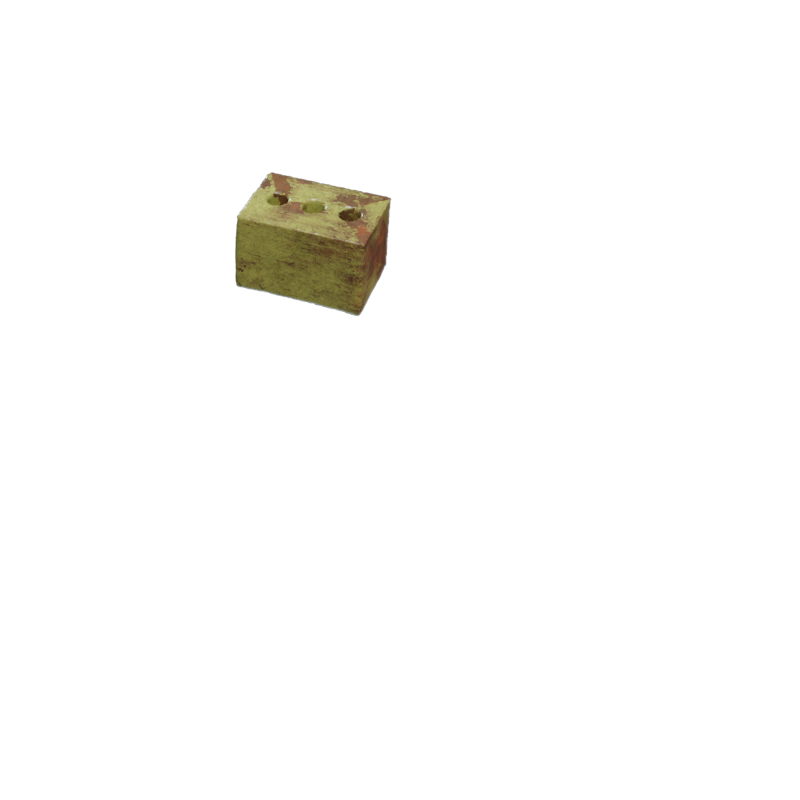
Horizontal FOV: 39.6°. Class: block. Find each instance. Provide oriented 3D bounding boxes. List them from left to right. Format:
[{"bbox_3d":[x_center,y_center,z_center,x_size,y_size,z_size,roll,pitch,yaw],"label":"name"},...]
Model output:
[{"bbox_3d":[-0.050,-0.091,0.639,0.080,0.048,0.055,14,42,14],"label":"block"}]
